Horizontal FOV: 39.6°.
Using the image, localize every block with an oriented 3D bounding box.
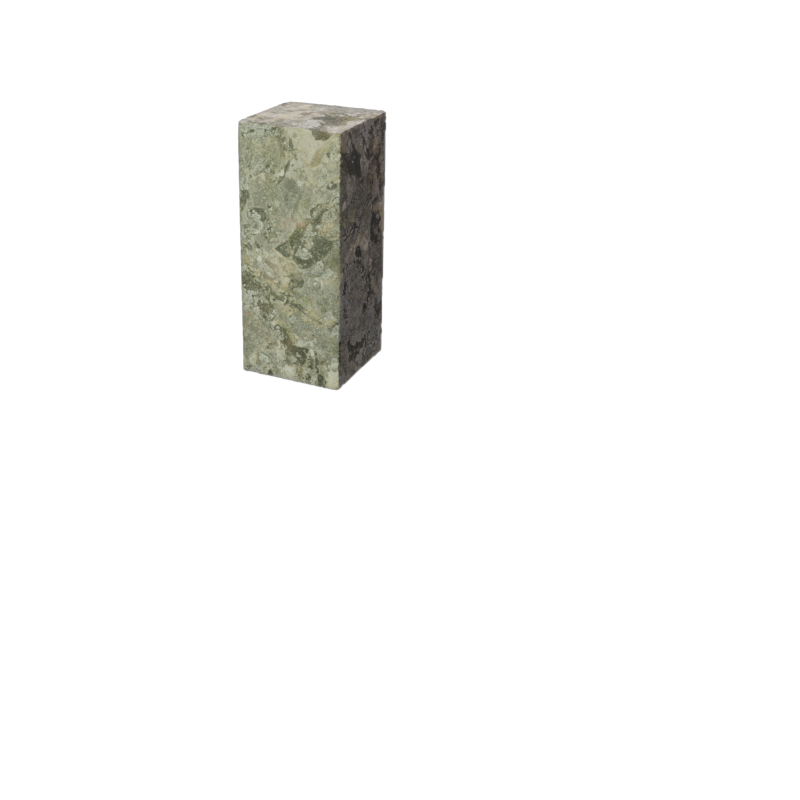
[{"bbox_3d":[-0.070,-0.127,0.889,0.093,0.197,0.092,10,23,22],"label":"block"}]
